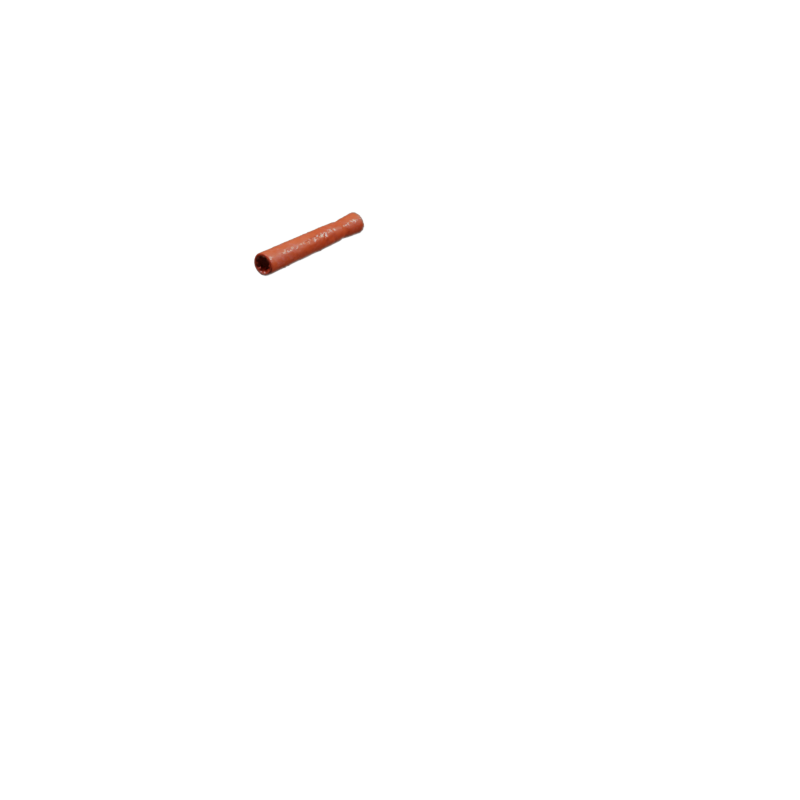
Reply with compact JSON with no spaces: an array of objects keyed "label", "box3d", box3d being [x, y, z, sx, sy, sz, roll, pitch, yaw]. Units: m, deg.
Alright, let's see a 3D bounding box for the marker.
[{"label":"marker","box3d":[-0.070,-0.127,0.888,0.021,0.019,0.121,3,25,39]}]
